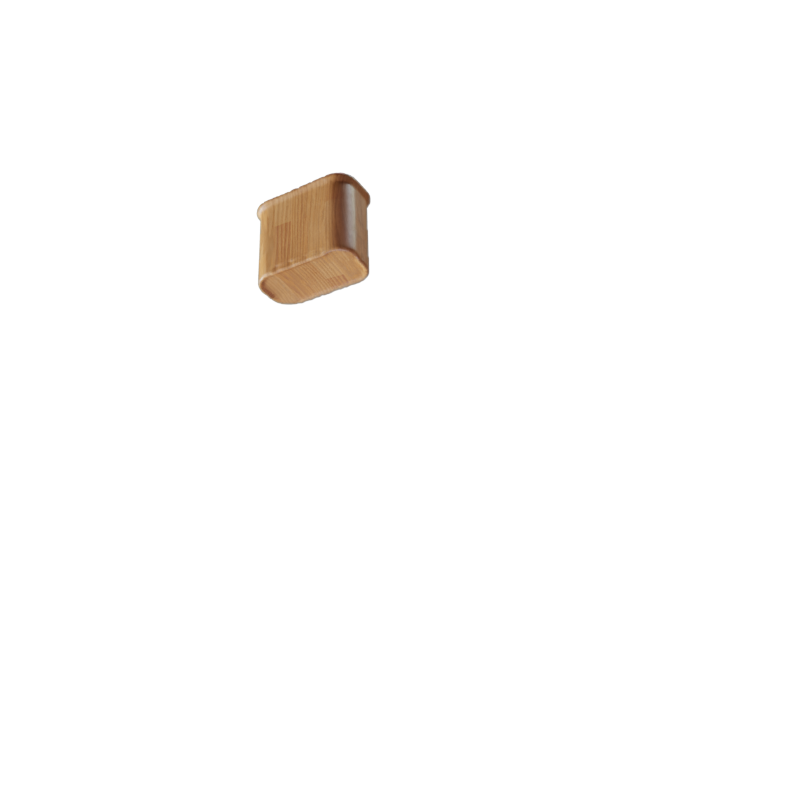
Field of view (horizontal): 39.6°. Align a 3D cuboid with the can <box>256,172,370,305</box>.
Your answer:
[{"bbox_3d":[-0.076,-0.138,0.968,0.103,0.090,0.053,-19,-38,24],"label":"can"}]
